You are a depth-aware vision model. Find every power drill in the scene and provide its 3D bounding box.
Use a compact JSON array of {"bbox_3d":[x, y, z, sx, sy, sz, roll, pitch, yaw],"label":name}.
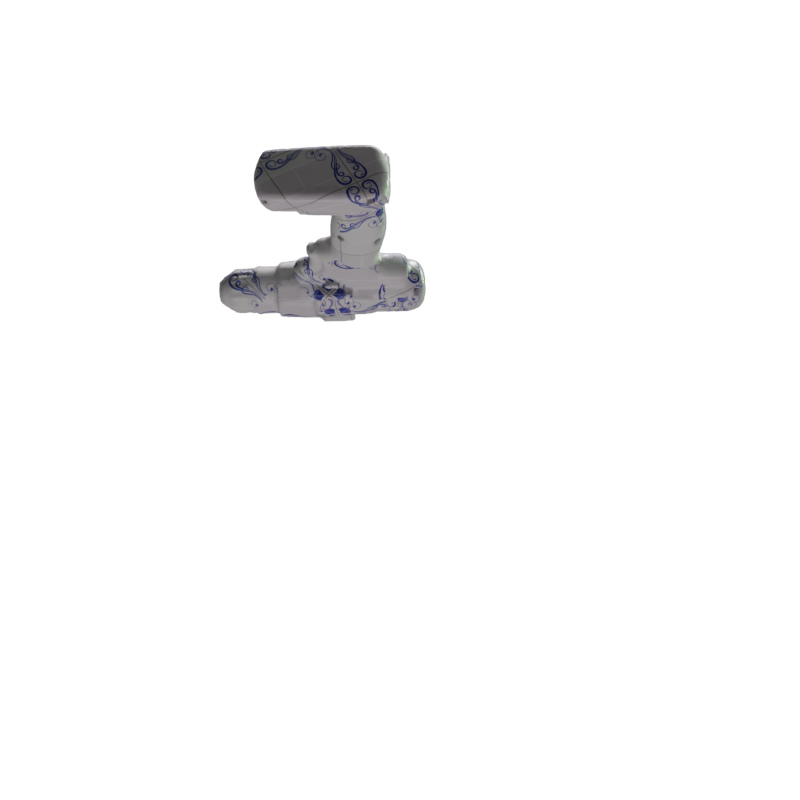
[{"bbox_3d":[-0.073,-0.133,0.934,0.185,0.061,0.175,-2,-30,4],"label":"power drill"}]
